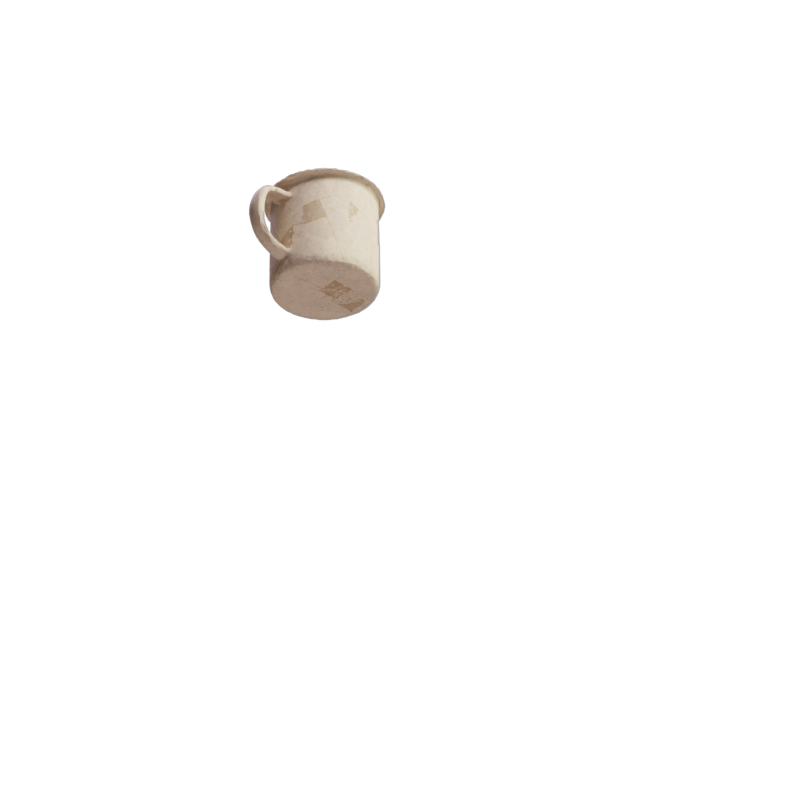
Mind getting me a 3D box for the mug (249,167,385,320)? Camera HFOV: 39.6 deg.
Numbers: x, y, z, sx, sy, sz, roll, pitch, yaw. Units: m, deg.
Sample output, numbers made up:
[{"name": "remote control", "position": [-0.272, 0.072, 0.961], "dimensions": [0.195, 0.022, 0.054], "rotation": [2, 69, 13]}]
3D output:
[{"name": "mug", "position": [-0.064, -0.117, 0.822], "dimensions": [0.093, 0.087, 0.109], "rotation": [-27, -40, 35]}]
